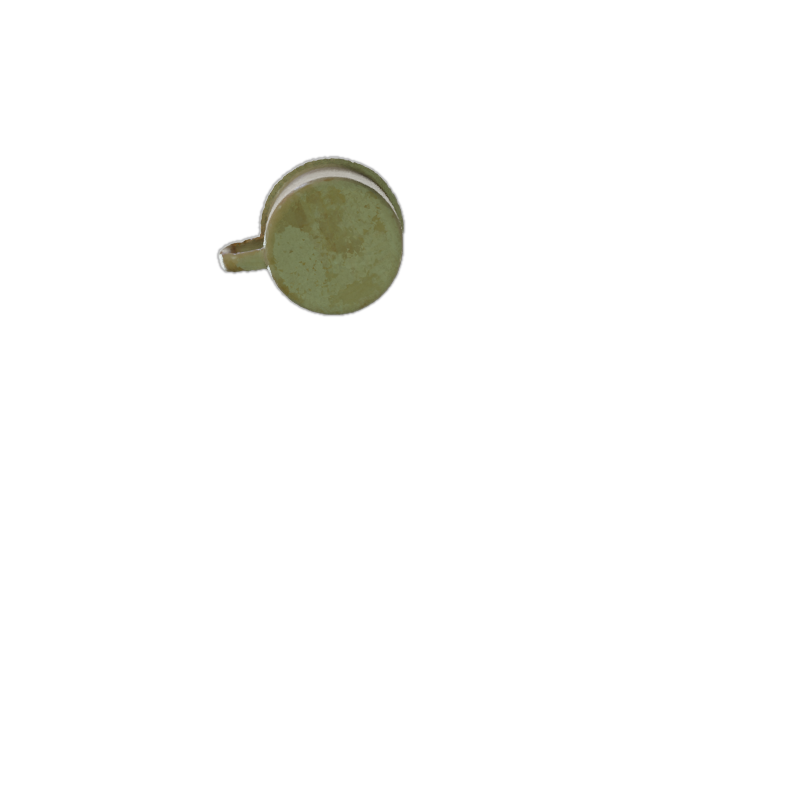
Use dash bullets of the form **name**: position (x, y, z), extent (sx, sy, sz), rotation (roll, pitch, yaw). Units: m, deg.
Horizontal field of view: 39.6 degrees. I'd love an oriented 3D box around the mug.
- **mug**: position (-0.053, -0.096, 0.673), extent (0.117, 0.091, 0.084), rotation (-9, 12, 0)
